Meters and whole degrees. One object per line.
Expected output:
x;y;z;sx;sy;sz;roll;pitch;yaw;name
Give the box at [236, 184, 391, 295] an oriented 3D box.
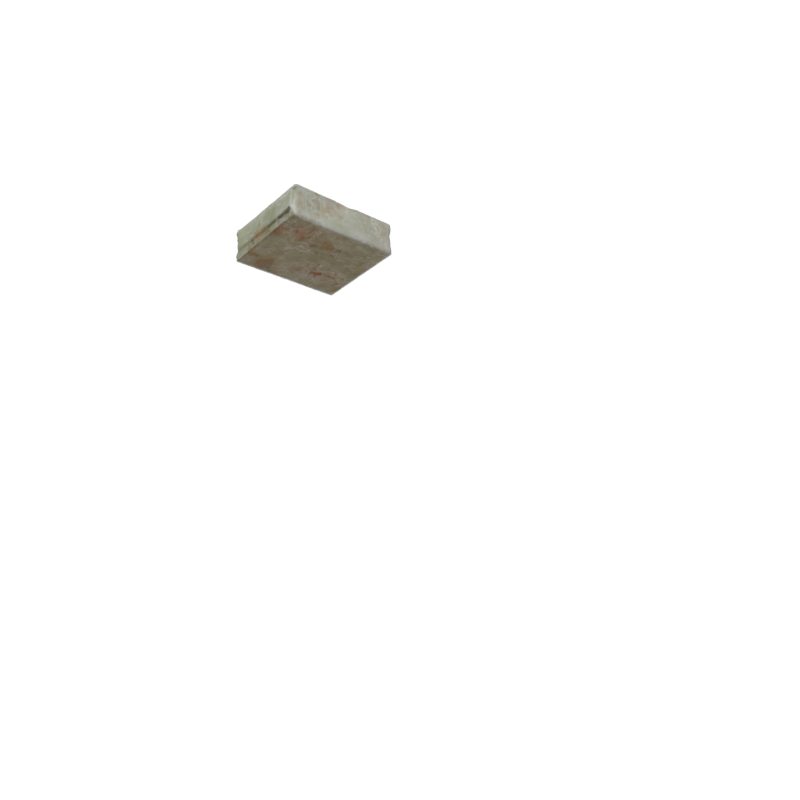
-0.063;-0.115;0.802;0.084;0.032;0.072;20;-34;-32;box
